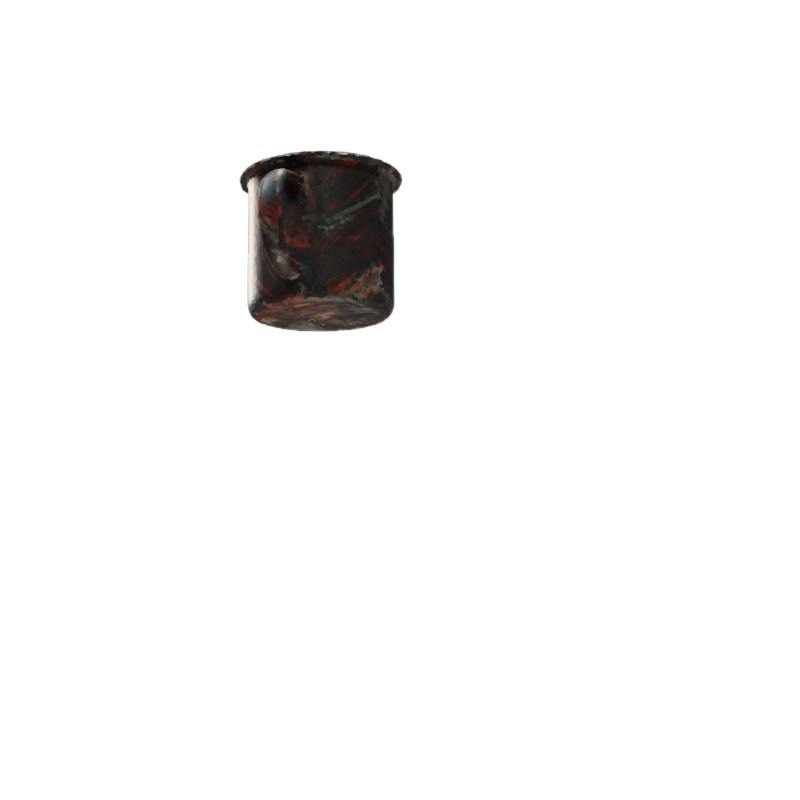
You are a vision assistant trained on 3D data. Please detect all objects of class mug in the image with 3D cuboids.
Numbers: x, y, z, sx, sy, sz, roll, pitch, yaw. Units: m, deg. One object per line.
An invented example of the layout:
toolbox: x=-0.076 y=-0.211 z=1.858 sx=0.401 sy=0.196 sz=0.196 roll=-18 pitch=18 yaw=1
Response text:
mug: x=-0.048 y=-0.087 z=0.612 sx=0.095 sy=0.084 sz=0.111 roll=-5 pitch=-13 yaw=17
